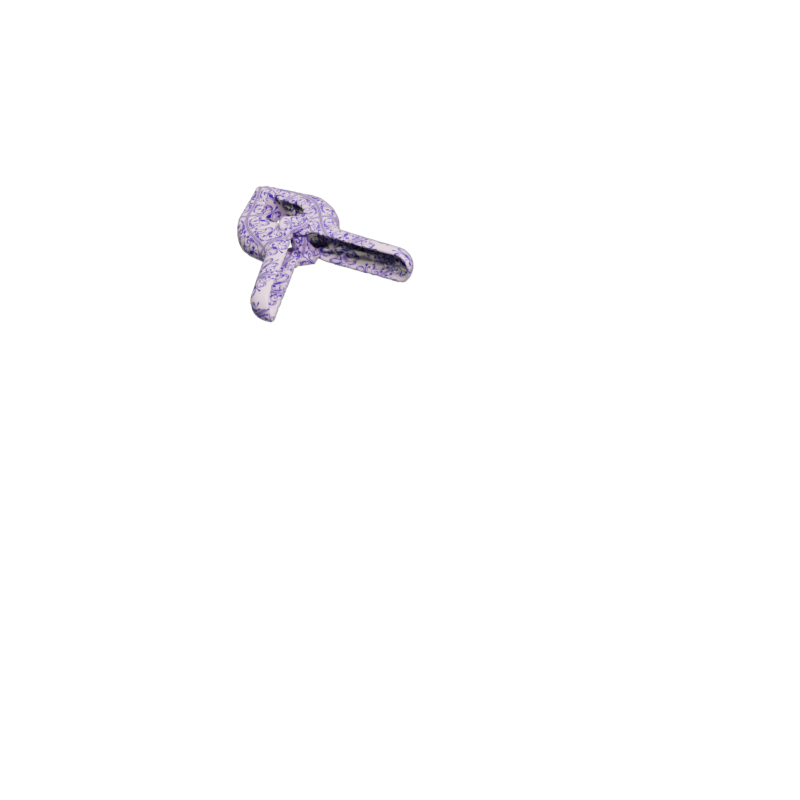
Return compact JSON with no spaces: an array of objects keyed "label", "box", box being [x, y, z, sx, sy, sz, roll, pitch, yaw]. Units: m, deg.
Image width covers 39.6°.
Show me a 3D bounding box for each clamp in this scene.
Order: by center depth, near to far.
[{"label":"clamp","box":[-0.065,-0.119,0.836,0.119,0.037,0.185,-9,37,-12]}]
